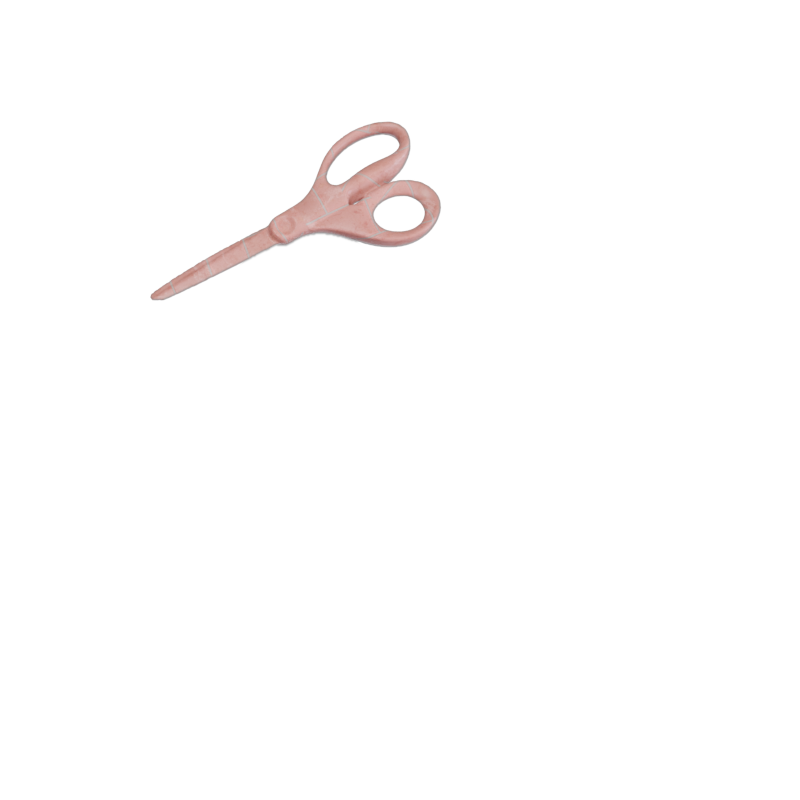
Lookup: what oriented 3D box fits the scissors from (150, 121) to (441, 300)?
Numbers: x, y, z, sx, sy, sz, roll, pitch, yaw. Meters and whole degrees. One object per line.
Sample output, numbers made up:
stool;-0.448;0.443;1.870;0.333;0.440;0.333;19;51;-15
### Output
scissors;-0.056;-0.103;0.721;0.100;0.204;0.015;41;-16;14
